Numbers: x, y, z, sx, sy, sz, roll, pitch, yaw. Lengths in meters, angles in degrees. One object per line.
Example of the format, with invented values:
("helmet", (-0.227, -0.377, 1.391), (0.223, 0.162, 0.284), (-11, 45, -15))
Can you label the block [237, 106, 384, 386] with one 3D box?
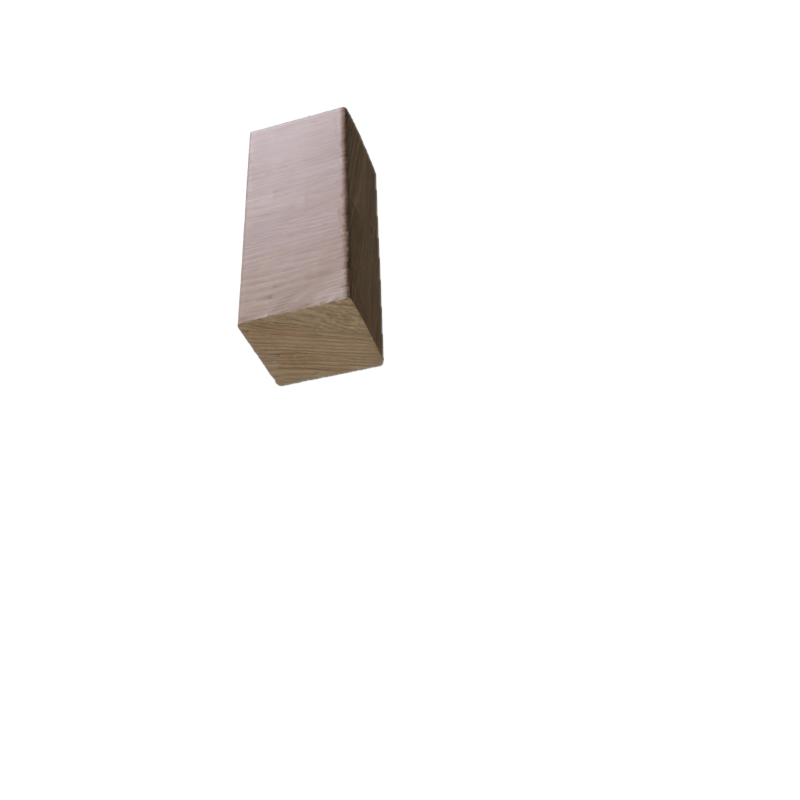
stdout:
("block", (-0.070, -0.128, 0.897), (0.091, 0.221, 0.083), (-13, -39, 13))
